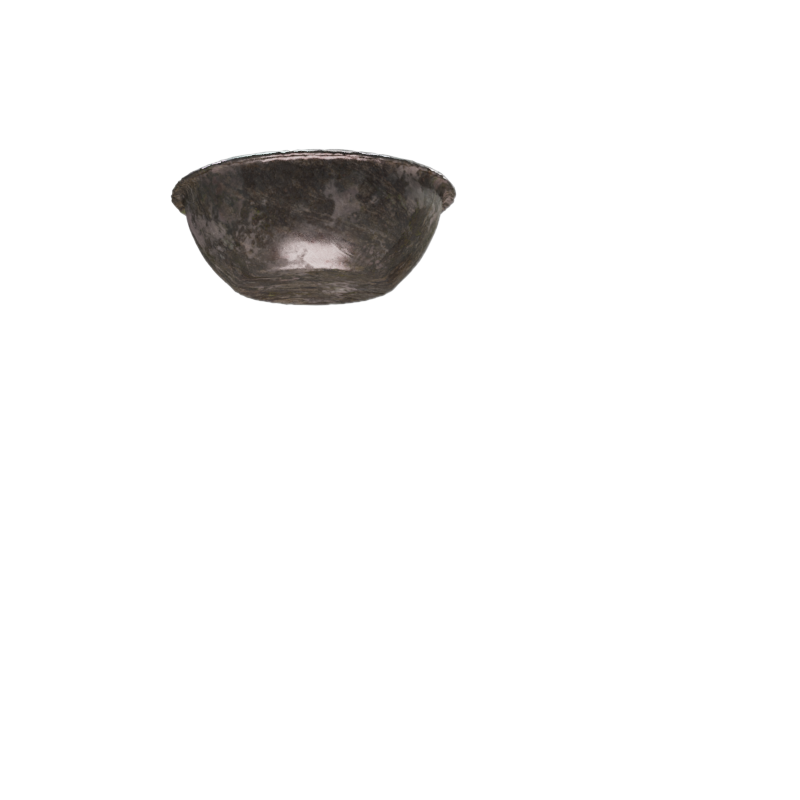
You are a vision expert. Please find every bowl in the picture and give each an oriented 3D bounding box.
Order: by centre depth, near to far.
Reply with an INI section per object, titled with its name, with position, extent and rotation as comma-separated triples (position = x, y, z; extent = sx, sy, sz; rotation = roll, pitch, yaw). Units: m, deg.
[bowl]
position = -0.049, -0.089, 0.626
extent = 0.162, 0.057, 0.158
rotation = 0, -9, -2
